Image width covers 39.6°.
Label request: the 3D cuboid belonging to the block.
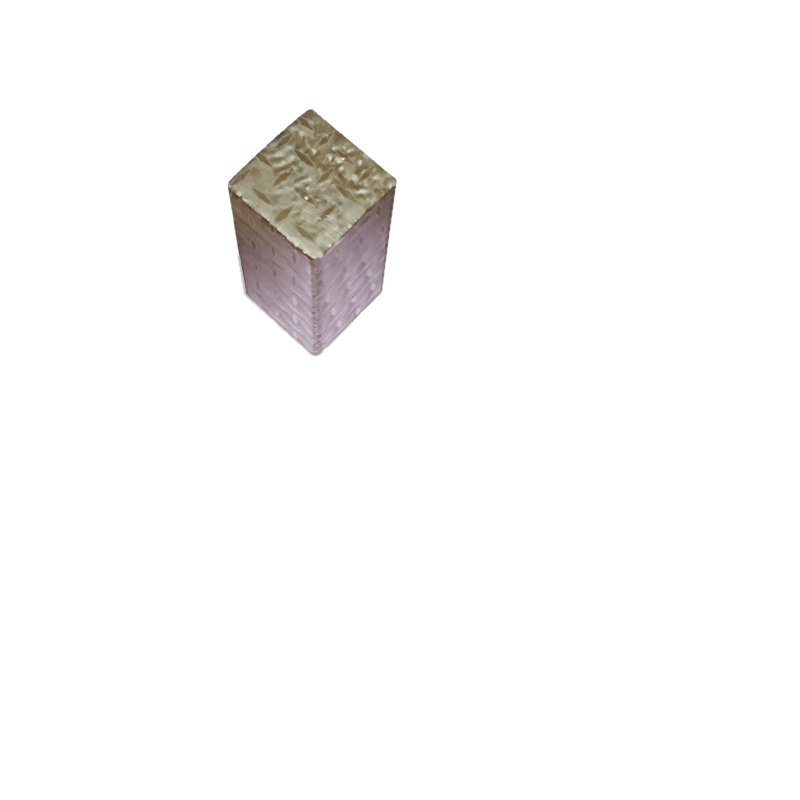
[{"bbox_3d":[-0.070,-0.125,0.880,0.094,0.091,0.197,42,-16,10],"label":"block"}]
